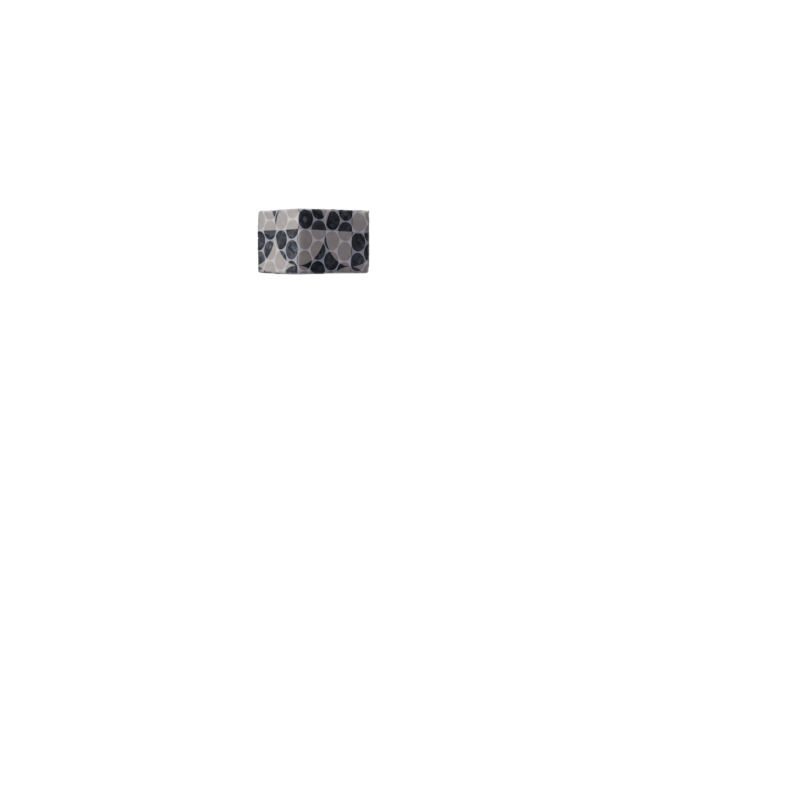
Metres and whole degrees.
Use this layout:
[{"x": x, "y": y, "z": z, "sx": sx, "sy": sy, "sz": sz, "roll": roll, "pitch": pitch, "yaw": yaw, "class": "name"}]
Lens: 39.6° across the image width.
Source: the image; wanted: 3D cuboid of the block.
[{"x": -0.070, "y": -0.128, "z": 0.893, "sx": 0.075, "sy": 0.051, "sz": 0.055, "roll": -5, "pitch": 6, "yaw": -43, "class": "block"}]
